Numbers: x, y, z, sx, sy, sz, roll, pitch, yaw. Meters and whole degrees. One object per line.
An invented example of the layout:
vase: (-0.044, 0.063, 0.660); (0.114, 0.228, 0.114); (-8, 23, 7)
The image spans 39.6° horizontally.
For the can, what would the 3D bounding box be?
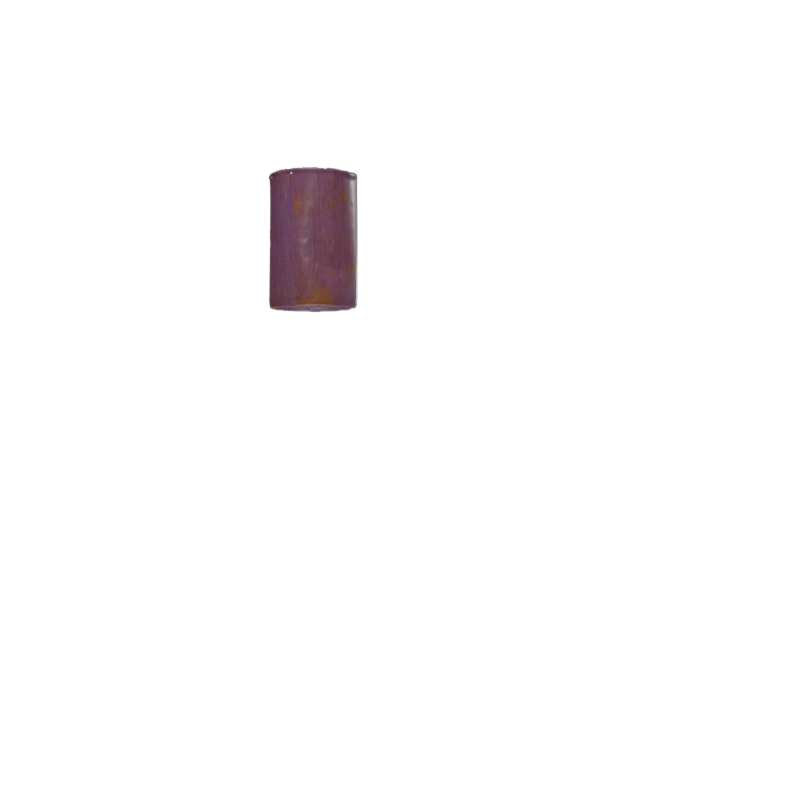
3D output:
can: (-0.066, -0.120, 0.840); (0.068, 0.104, 0.068); (0, -5, -2)
